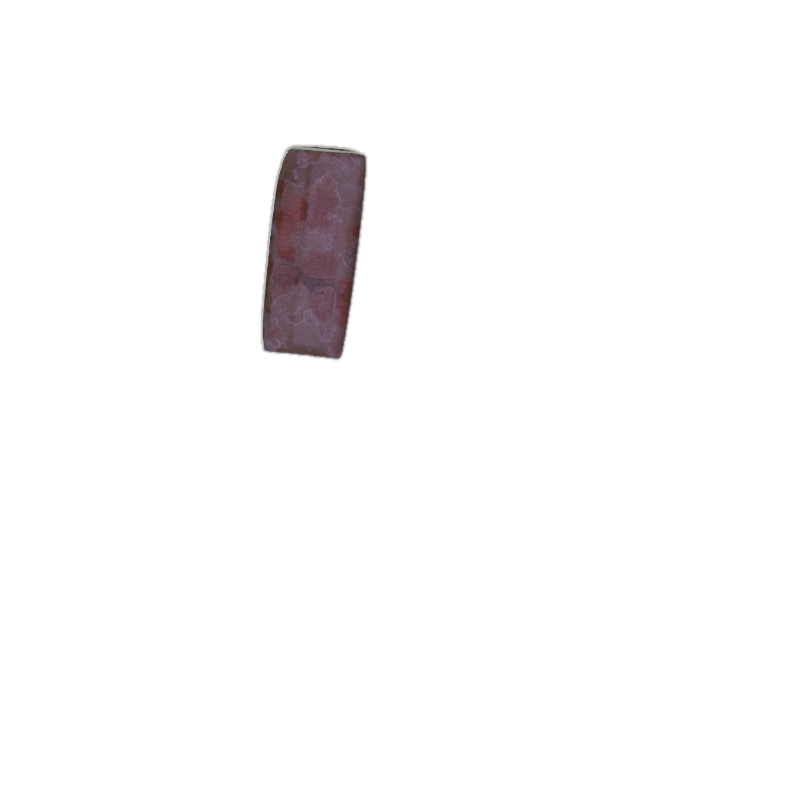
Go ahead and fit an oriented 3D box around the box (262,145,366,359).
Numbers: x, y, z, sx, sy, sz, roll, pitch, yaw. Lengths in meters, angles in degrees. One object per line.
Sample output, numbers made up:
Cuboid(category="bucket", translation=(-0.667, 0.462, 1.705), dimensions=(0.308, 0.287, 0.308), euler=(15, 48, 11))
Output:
Cuboid(category="box", translation=(-0.076, -0.138, 0.965), dimensions=(0.071, 0.161, 0.219), euler=(6, 10, -5))
